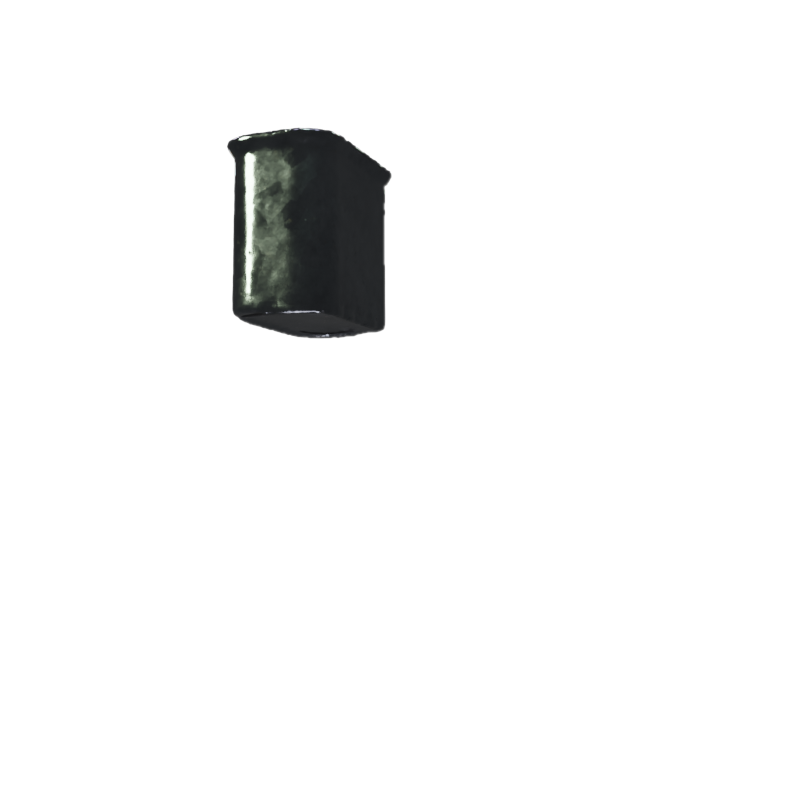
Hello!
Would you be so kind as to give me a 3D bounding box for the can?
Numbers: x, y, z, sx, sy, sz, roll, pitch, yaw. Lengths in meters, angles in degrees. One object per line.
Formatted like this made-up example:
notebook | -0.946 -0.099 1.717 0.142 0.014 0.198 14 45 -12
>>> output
can | -0.042 -0.077 0.541 0.059 0.086 0.097 -4 -8 20
